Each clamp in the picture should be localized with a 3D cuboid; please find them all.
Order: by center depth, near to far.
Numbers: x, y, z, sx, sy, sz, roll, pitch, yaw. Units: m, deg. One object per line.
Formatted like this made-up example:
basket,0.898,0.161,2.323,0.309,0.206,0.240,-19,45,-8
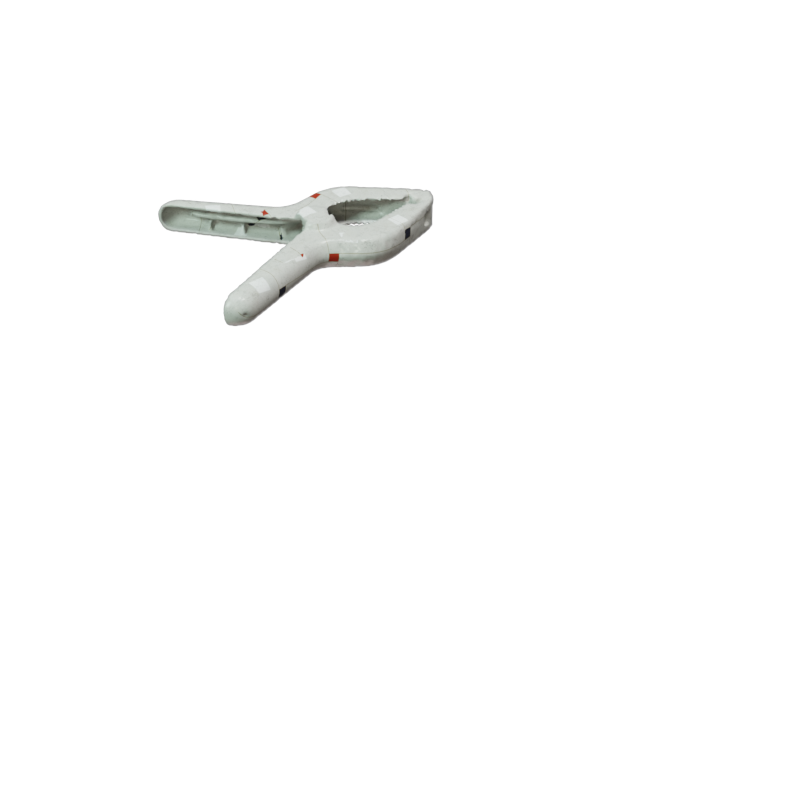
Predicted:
clamp,-0.066,-0.120,0.838,0.207,0.034,0.178,-11,38,-15
